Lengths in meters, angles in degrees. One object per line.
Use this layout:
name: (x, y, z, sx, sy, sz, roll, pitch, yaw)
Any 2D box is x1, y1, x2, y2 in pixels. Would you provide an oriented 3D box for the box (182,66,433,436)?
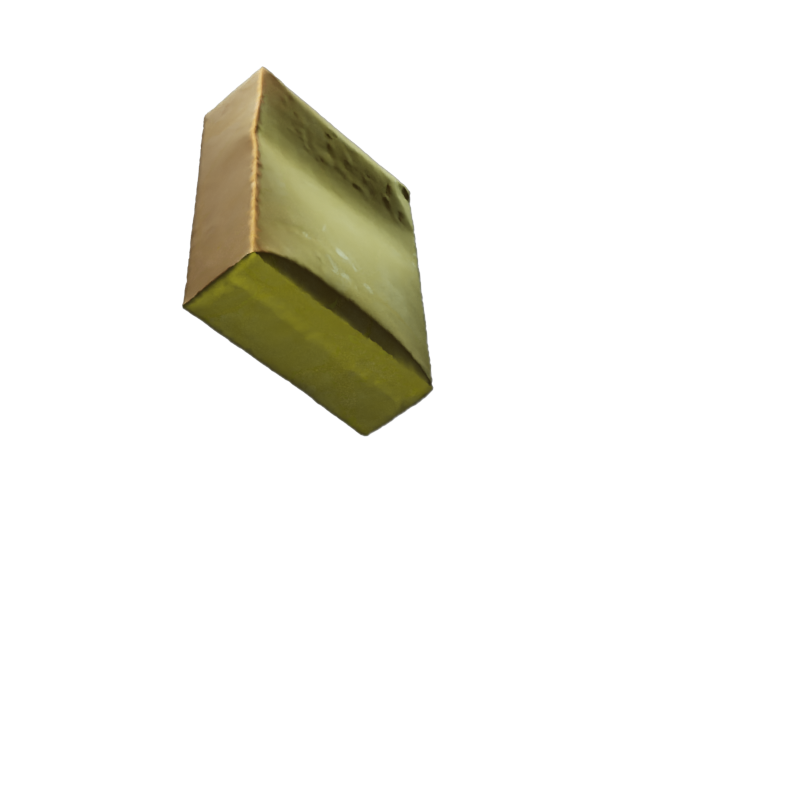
box: (-0.059, -0.107, 0.752, 0.071, 0.230, 0.154, -36, -55, 27)
